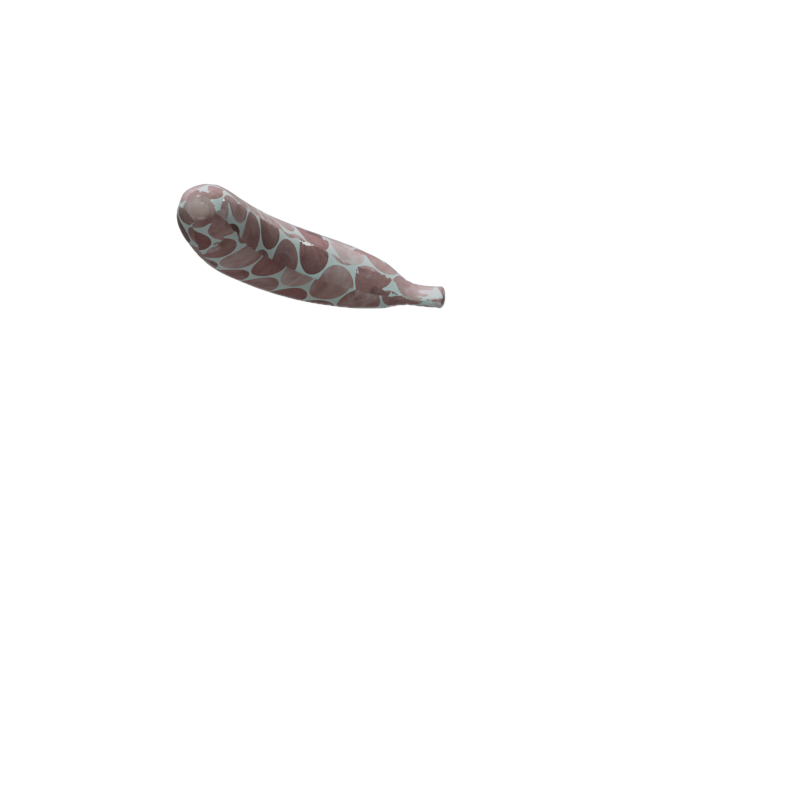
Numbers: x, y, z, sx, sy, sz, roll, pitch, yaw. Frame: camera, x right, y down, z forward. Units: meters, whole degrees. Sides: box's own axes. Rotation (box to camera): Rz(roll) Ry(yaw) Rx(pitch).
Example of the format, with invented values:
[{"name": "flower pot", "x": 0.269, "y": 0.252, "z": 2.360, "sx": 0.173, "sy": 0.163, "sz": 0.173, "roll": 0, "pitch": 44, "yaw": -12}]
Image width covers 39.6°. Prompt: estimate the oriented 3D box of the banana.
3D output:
[{"name": "banana", "x": -0.057, "y": -0.078, "z": 0.576, "sx": 0.071, "sy": 0.038, "sz": 0.187, "roll": -9, "pitch": -13, "yaw": 37}]
